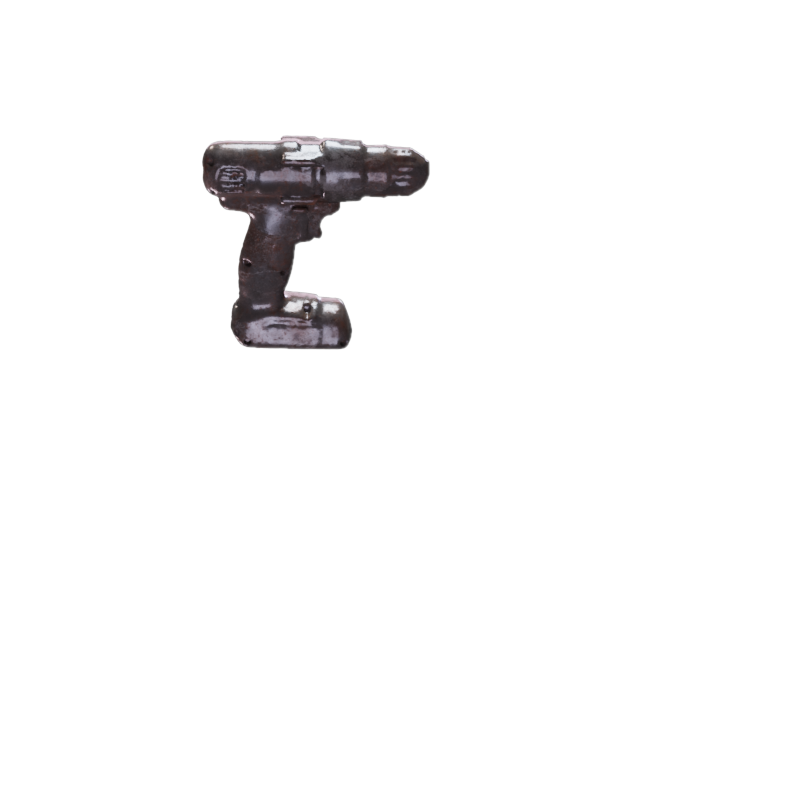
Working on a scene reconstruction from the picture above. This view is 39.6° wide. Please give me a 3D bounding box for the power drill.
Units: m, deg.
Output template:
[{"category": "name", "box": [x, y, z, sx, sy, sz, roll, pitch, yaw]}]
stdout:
[{"category": "power drill", "box": [-0.073, -0.133, 0.933, 0.184, 0.177, 0.061, 3, 30, -2]}]
